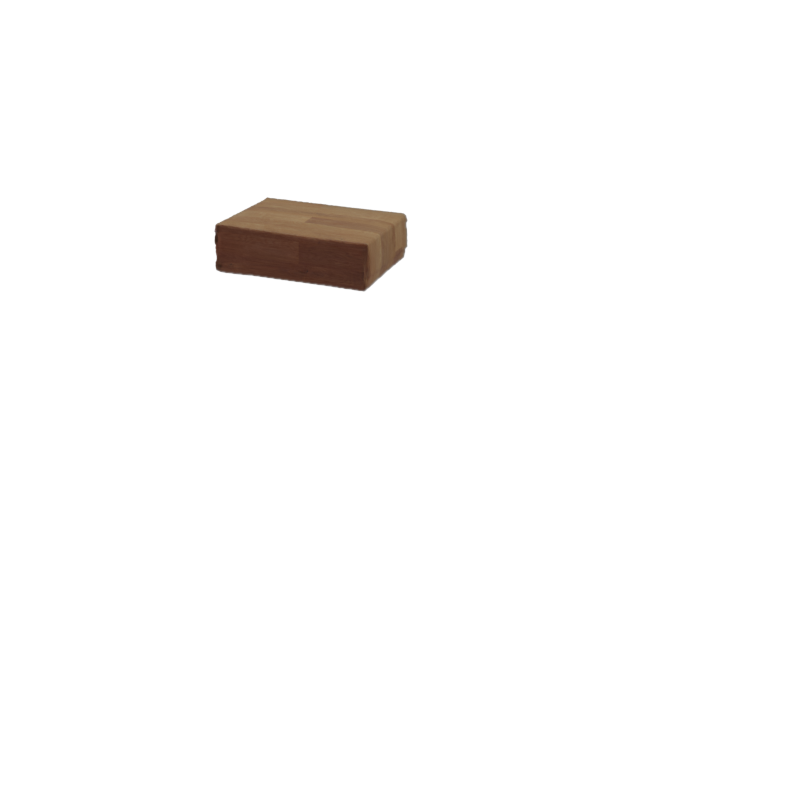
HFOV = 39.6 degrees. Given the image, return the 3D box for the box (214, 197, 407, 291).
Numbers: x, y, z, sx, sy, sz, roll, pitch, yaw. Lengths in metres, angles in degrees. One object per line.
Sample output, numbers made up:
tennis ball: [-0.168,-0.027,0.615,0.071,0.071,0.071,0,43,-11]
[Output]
box: [-0.061,-0.111,0.776,0.117,0.037,0.091,7,21,18]
